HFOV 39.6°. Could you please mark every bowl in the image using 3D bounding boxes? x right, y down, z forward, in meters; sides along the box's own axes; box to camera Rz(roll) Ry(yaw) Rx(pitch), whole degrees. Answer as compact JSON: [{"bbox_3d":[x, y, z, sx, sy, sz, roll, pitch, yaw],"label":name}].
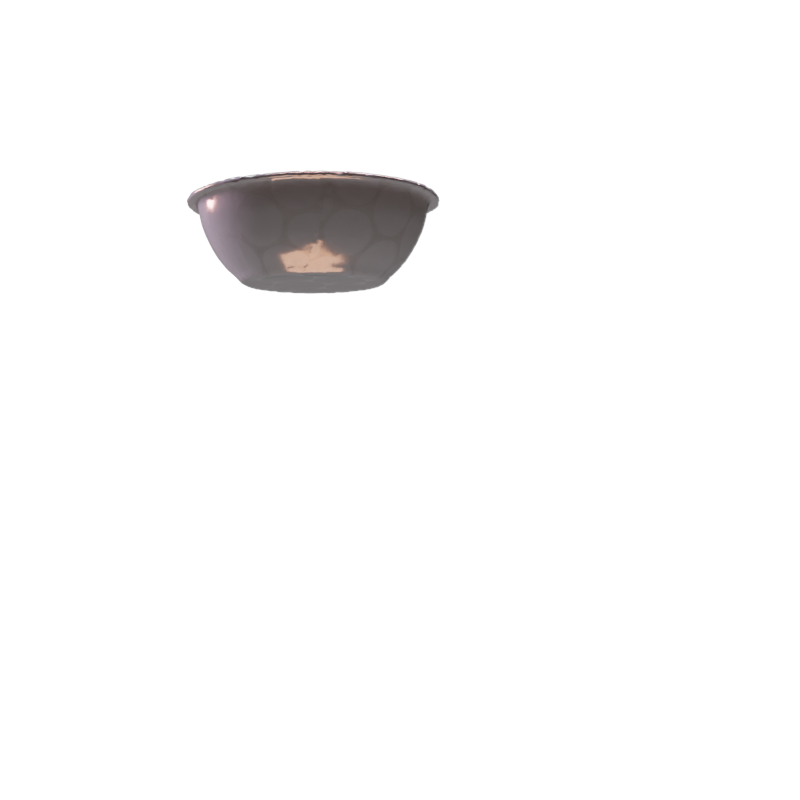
[{"bbox_3d":[-0.055,-0.101,0.708,0.162,0.056,0.160,0,-3,-2],"label":"bowl"}]
